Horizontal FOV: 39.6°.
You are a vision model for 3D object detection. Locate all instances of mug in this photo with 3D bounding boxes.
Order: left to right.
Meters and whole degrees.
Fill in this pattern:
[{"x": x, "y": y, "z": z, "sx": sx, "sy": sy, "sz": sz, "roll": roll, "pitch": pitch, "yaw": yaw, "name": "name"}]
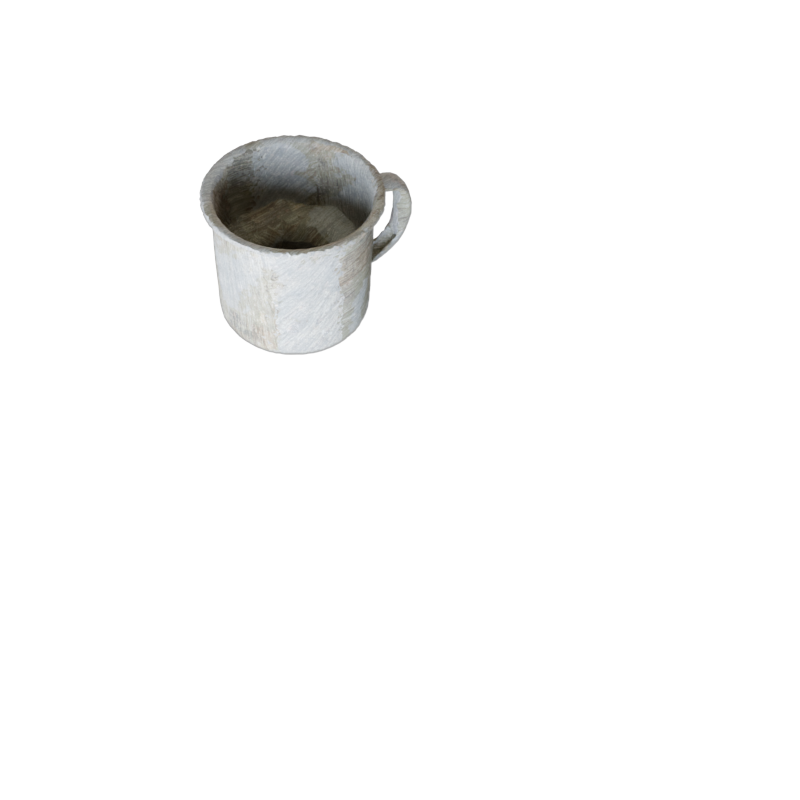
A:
[{"x": -0.046, "y": -0.083, "z": 0.584, "sx": 0.116, "sy": 0.076, "sz": 0.100, "roll": -26, "pitch": 53, "yaw": -23, "name": "mug"}]
